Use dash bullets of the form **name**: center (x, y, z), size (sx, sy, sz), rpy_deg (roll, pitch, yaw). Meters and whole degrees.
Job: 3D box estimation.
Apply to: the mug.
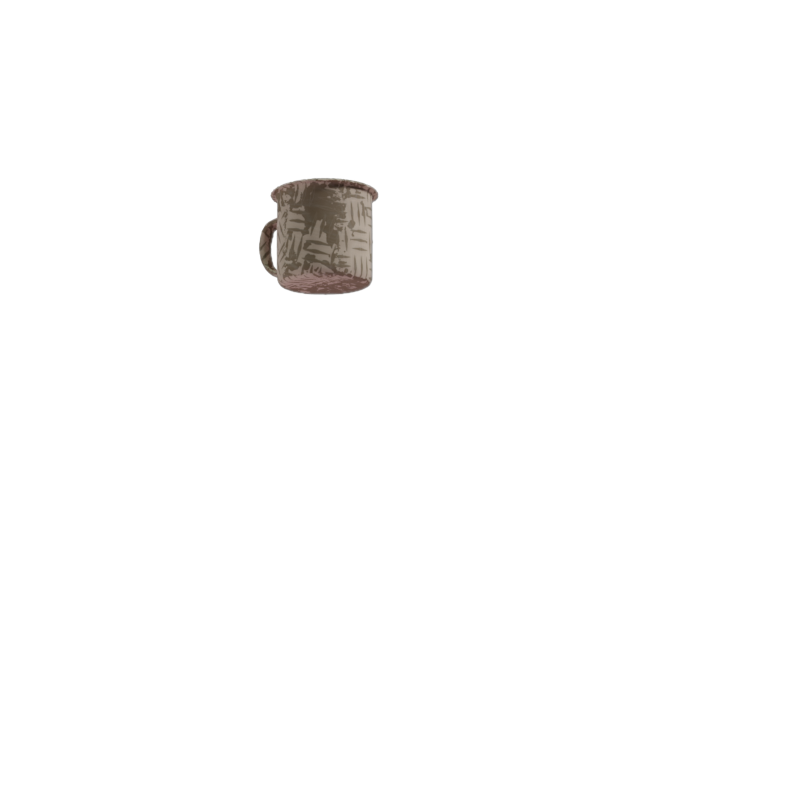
- **mug**: center (-0.075, -0.136, 0.953), size (0.120, 0.084, 0.088), rpy_deg (-7, -12, 33)
